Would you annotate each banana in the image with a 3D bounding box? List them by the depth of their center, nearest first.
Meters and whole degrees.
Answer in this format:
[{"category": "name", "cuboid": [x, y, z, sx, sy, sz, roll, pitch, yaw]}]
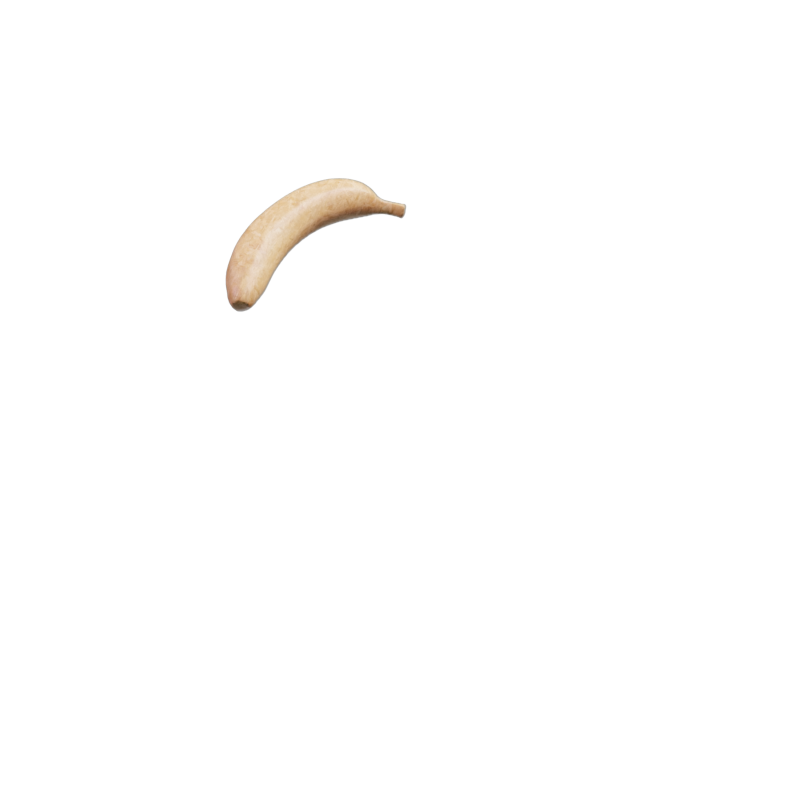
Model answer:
[{"category": "banana", "cuboid": [-0.080, -0.134, 0.879, 0.074, 0.034, 0.199, 27, 46, 29]}]
